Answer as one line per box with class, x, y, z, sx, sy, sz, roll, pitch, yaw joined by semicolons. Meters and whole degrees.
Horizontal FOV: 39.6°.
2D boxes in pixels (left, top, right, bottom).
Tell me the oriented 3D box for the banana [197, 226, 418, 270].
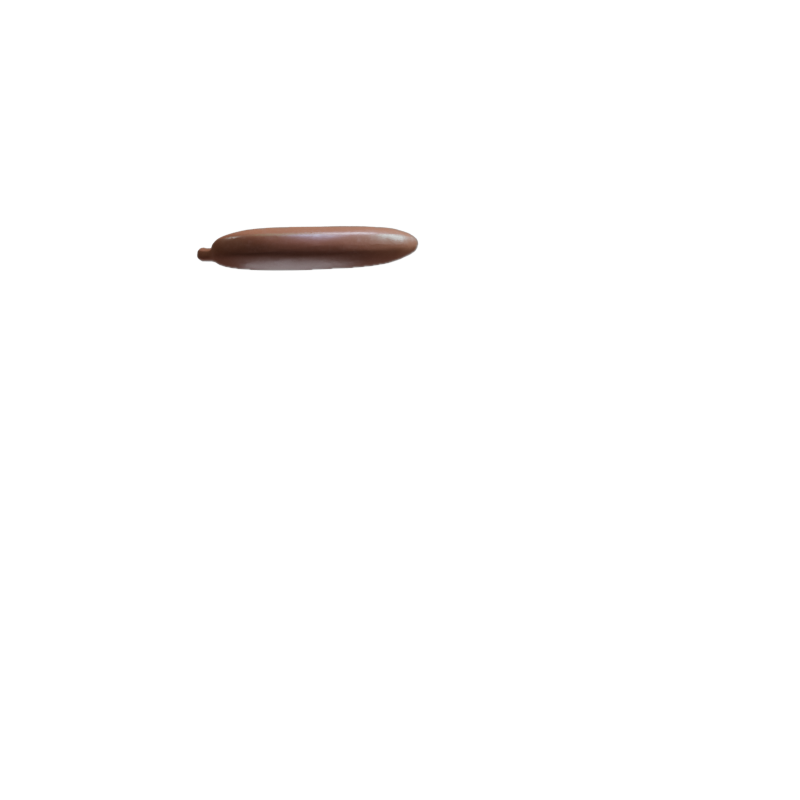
banana;-0.078;-0.134;0.963;0.196;0.036;0.072;-2;16;-5
